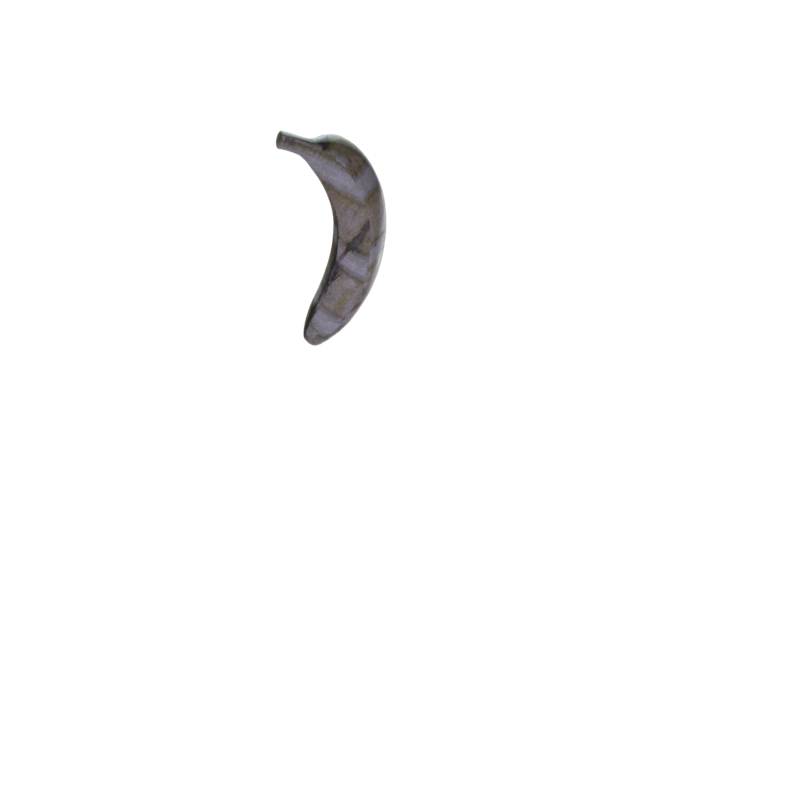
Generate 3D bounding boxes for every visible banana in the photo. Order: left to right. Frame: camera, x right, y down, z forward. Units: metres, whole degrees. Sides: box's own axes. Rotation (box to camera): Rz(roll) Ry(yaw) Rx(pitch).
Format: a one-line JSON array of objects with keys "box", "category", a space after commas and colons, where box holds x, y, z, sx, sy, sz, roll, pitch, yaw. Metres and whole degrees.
[{"box": [-0.044, -0.117, 0.790, 0.070, 0.184, 0.039, -3, 42, 2], "category": "banana"}]
